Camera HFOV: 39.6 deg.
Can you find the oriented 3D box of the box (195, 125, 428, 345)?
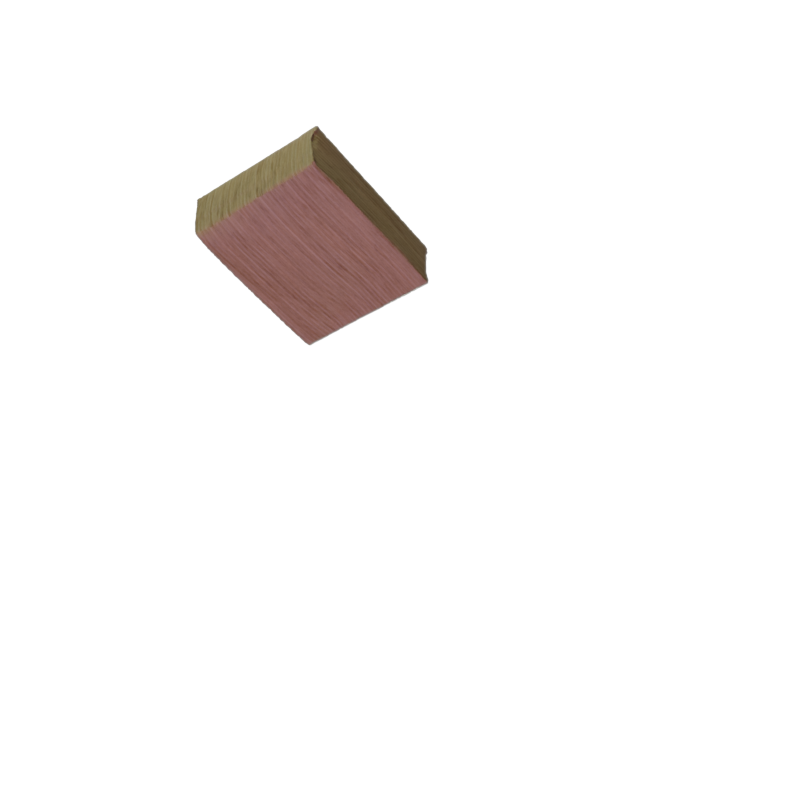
[{"bbox_3d":[-0.051,-0.092,0.644,0.090,0.042,0.106,-28,-52,24],"label":"box"}]
